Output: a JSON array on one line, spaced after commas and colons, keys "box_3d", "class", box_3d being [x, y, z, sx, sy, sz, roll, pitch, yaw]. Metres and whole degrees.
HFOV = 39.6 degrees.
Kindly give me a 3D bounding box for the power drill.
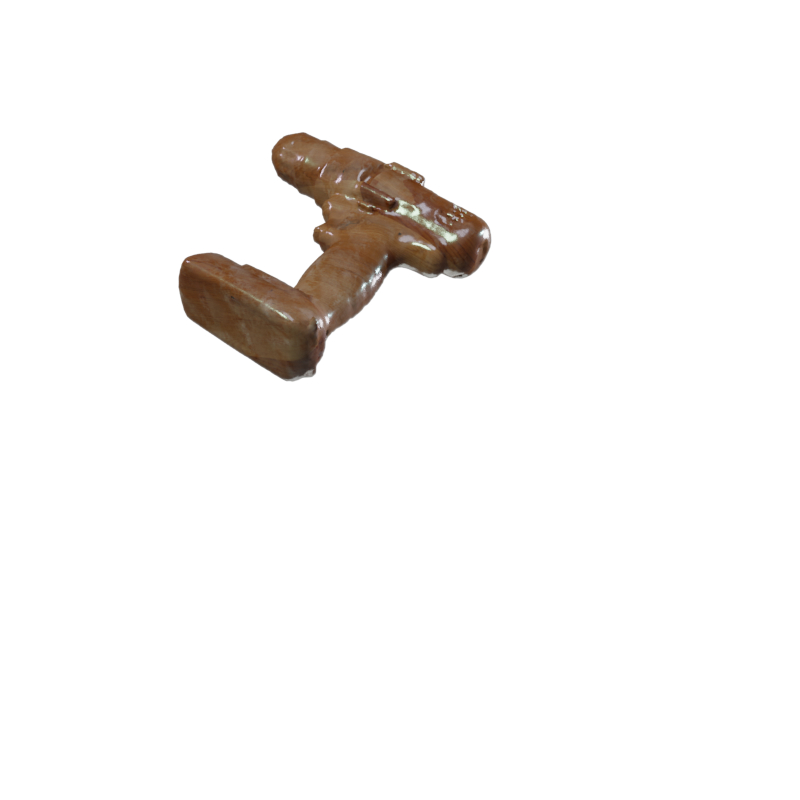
[{"box_3d": [-0.059, -0.107, 0.751, 0.195, 0.053, 0.190, 29, 51, 27], "class": "power drill"}]
